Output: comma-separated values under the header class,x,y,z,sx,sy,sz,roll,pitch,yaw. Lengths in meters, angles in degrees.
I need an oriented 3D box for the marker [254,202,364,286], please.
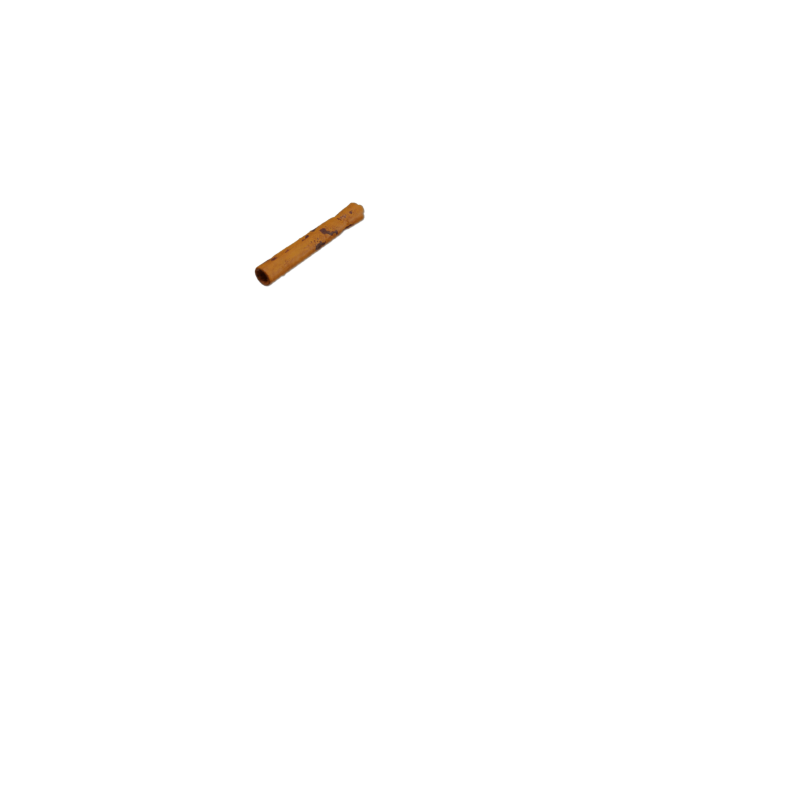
class,x,y,z,sx,sy,sz,roll,pitch,yaw
marker,-0.074,-0.134,0.940,0.021,0.019,0.122,4,36,49
